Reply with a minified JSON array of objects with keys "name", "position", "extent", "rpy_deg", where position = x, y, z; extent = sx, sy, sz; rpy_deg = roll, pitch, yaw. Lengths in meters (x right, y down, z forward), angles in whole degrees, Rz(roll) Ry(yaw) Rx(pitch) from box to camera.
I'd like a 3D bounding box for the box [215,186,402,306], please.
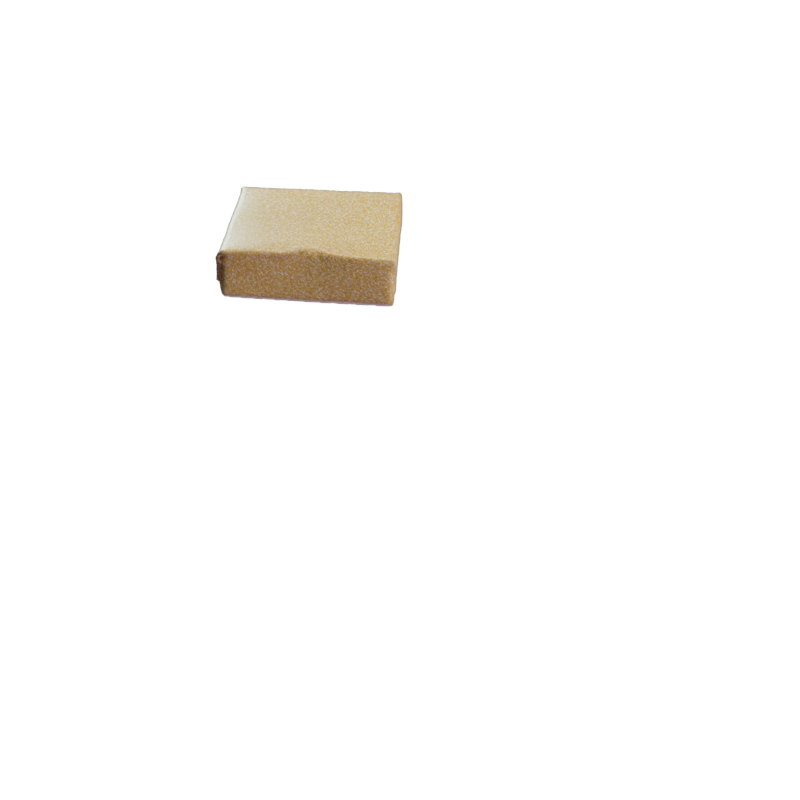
[{"name":"box","position":[-0.045,-0.082,0.572],"extent":[0.090,0.028,0.077],"rpy_deg":[3,35,4]}]
